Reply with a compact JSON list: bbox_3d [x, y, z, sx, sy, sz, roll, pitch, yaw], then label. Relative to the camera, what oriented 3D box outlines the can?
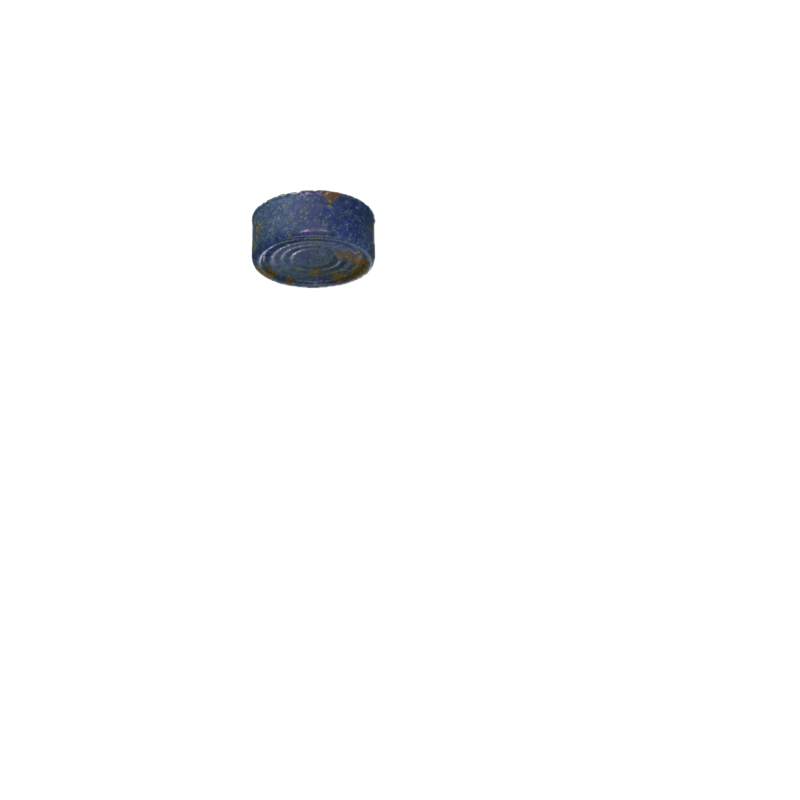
[{"bbox_3d":[-0.060,-0.109,0.761,0.086,0.035,0.082,0,-21,-2],"label":"can"}]
